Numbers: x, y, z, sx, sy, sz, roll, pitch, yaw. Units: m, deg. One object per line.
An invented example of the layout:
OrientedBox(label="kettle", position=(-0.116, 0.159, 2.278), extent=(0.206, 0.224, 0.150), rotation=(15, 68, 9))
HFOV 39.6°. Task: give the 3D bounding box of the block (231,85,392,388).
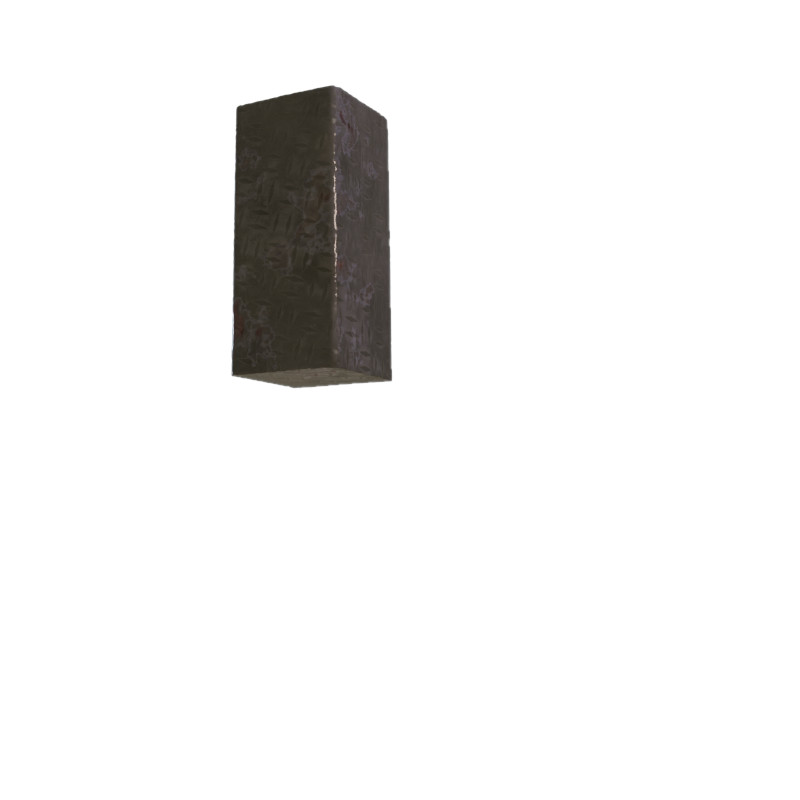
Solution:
OrientedBox(label="block", position=(-0.065, -0.119, 0.834), extent=(0.092, 0.213, 0.086), rotation=(-8, -14, 27))
